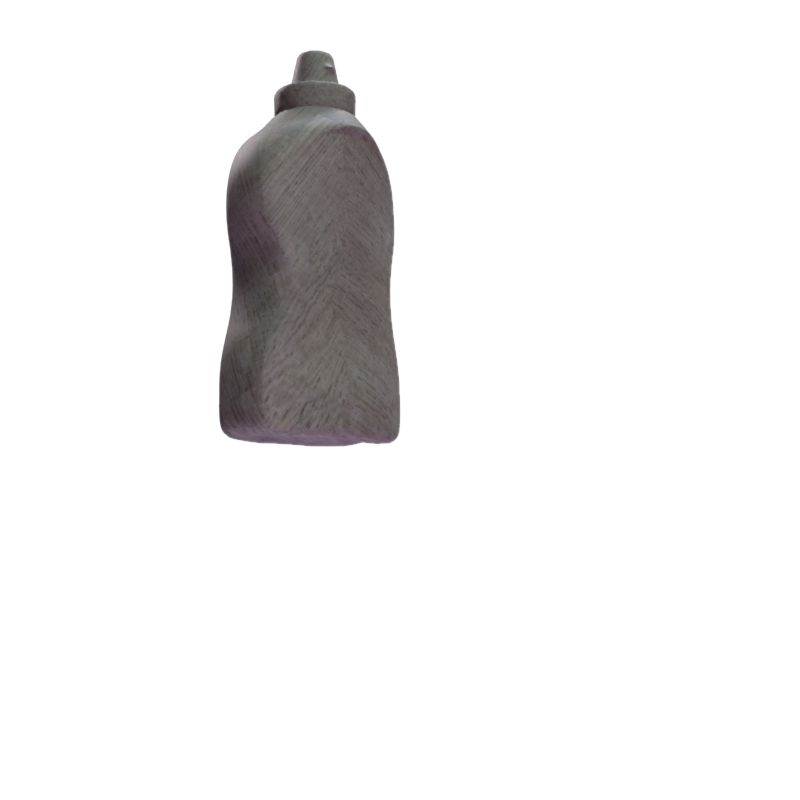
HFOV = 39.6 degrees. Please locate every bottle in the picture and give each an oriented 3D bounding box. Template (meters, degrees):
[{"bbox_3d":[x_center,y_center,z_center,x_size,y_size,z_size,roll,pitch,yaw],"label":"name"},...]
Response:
[{"bbox_3d":[-0.042,-0.077,0.536,0.060,0.198,0.091,-13,-17,42],"label":"bottle"}]
